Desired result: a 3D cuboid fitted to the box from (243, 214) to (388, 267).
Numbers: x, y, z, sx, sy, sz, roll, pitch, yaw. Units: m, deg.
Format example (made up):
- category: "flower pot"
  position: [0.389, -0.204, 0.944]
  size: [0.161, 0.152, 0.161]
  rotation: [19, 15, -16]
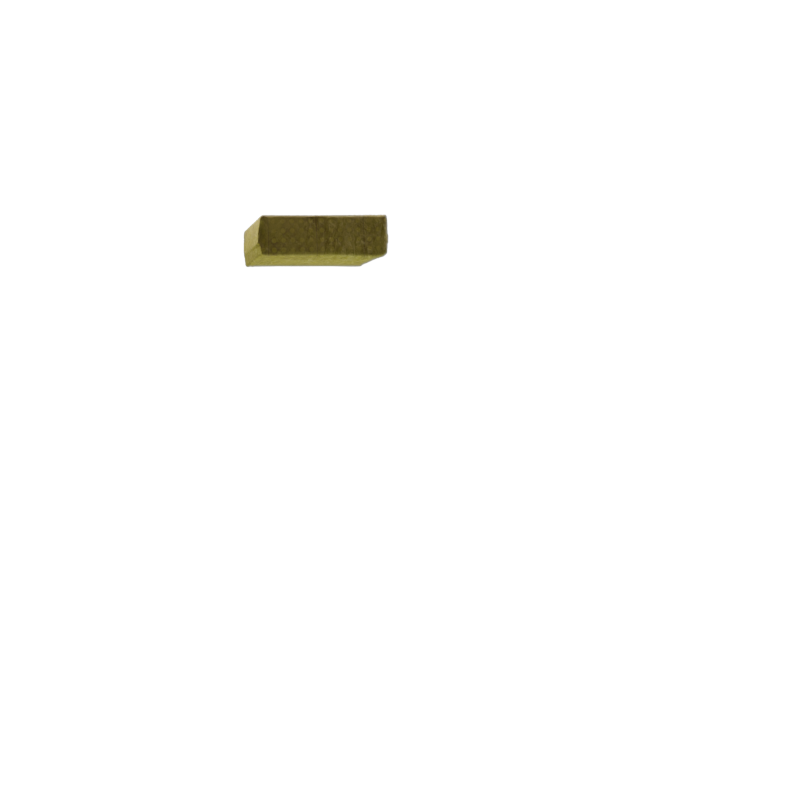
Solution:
- category: "box"
  position: [-0.076, -0.139, 0.973]
  size: [0.111, 0.039, 0.091]
  rotation: [0, 0, -14]
